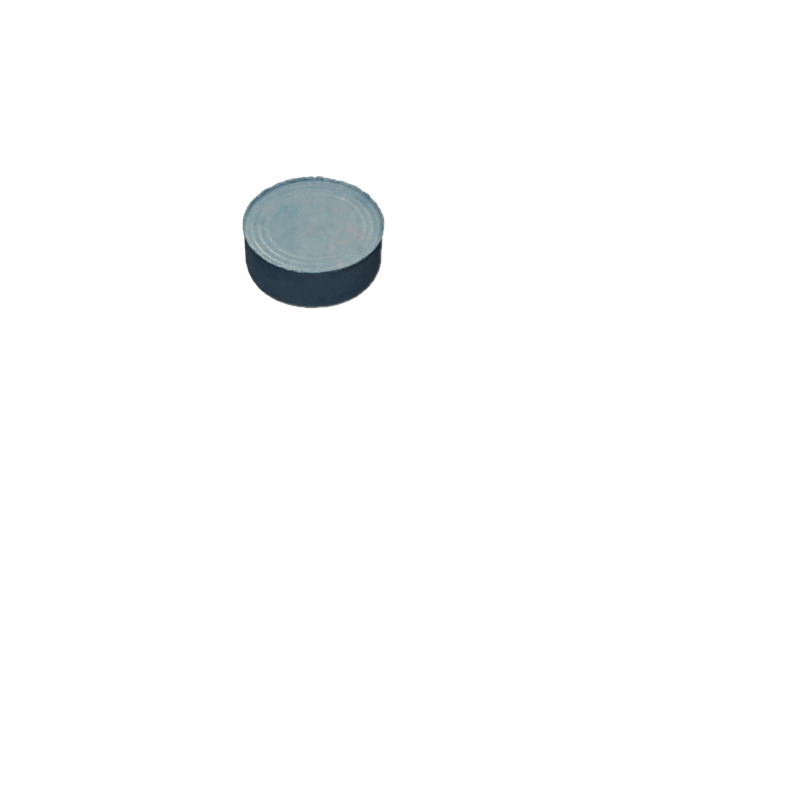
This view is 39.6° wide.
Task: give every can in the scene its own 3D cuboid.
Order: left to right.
[{"bbox_3d":[-0.053,-0.097,0.679,0.086,0.092,0.031,-1,-43,-1],"label":"can"}]
